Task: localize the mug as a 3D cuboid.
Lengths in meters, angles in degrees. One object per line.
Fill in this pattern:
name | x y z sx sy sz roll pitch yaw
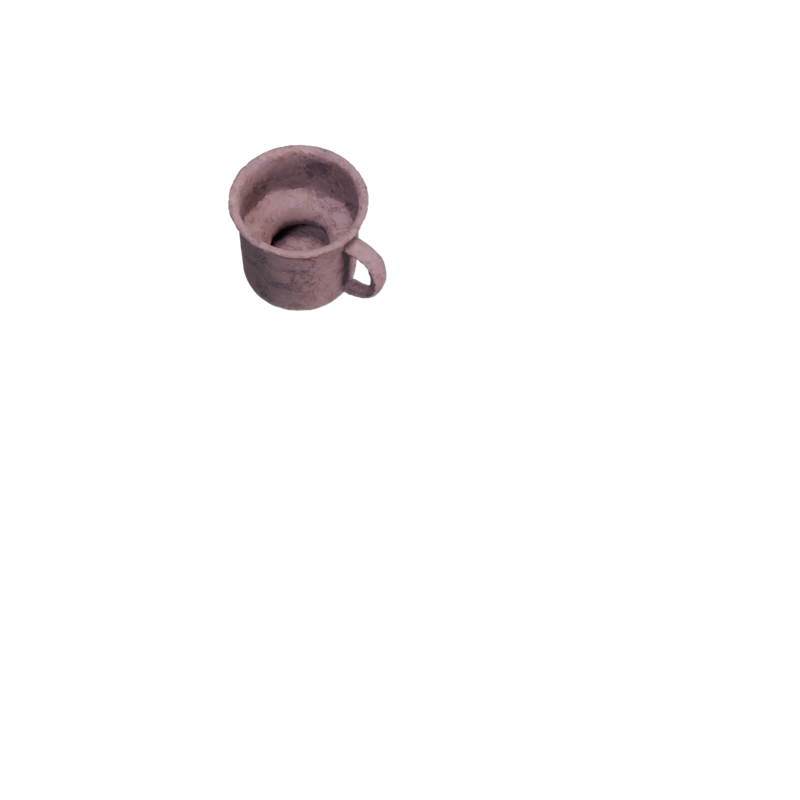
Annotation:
mug | -0.060 -0.109 0.761 0.122 0.095 0.076 30 -27 16
